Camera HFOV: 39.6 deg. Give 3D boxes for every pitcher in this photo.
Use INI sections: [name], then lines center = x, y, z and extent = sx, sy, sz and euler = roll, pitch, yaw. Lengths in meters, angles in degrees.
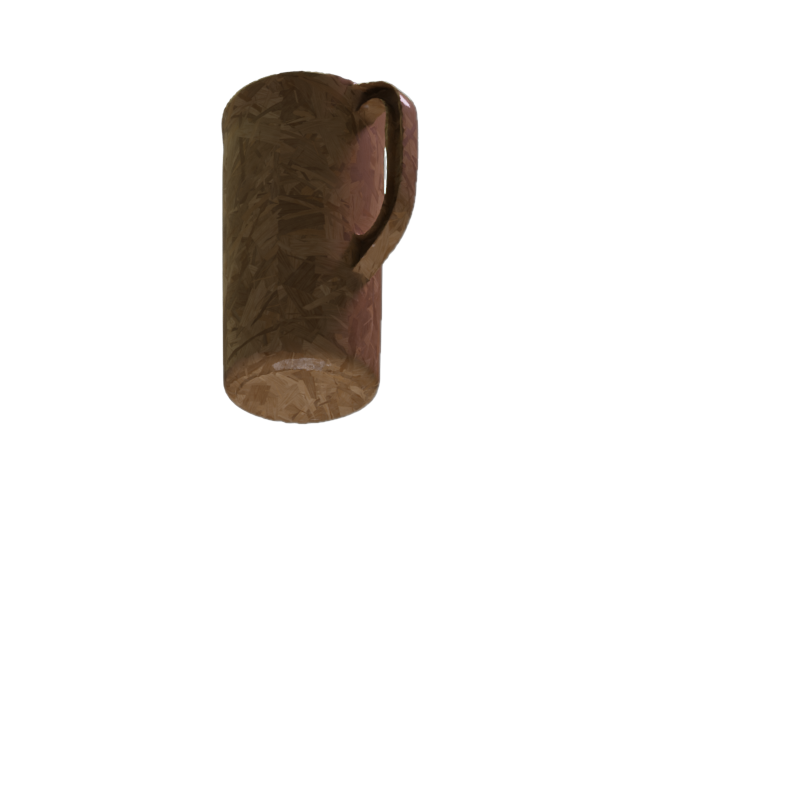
[pitcher]
center = -0.064, -0.116, 0.812
extent = 0.144, 0.259, 0.141
euler = 1, -30, -5
